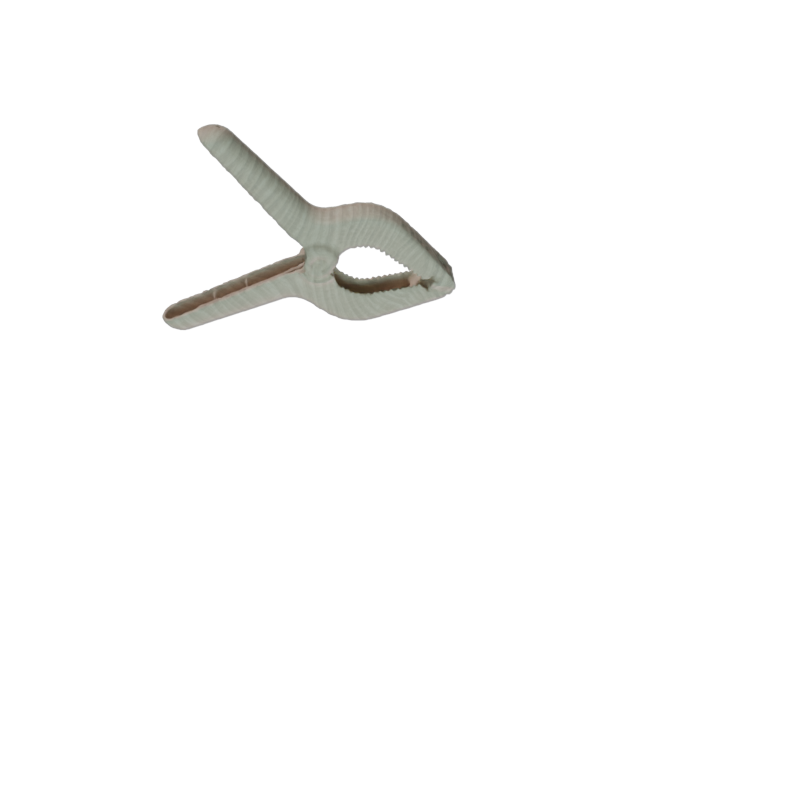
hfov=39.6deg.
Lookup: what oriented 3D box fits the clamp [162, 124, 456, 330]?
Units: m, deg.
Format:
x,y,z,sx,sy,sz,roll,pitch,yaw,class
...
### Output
x,y,z,sx,sy,sz,roll,pitch,yaw,class
-0.062,-0.113,0.792,0.209,0.155,0.039,5,33,-4,clamp
